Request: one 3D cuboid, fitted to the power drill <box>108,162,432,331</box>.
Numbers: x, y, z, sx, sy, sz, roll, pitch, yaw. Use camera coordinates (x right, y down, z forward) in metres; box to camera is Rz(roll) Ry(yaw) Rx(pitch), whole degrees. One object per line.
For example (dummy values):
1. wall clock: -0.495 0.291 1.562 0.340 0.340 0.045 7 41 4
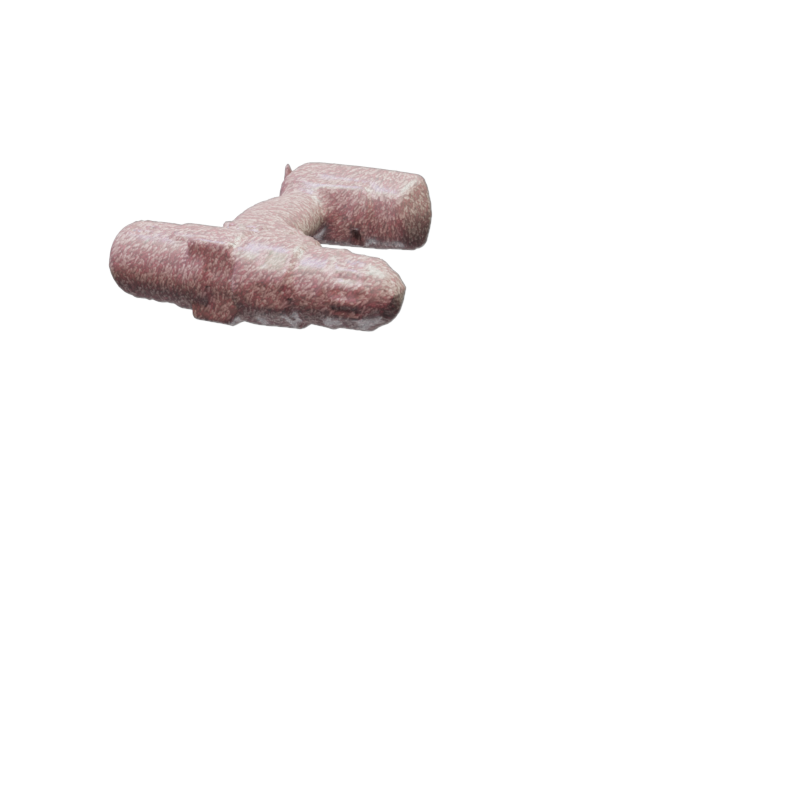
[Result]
1. power drill: -0.052 -0.096 0.670 0.192 0.055 0.188 12 26 26
